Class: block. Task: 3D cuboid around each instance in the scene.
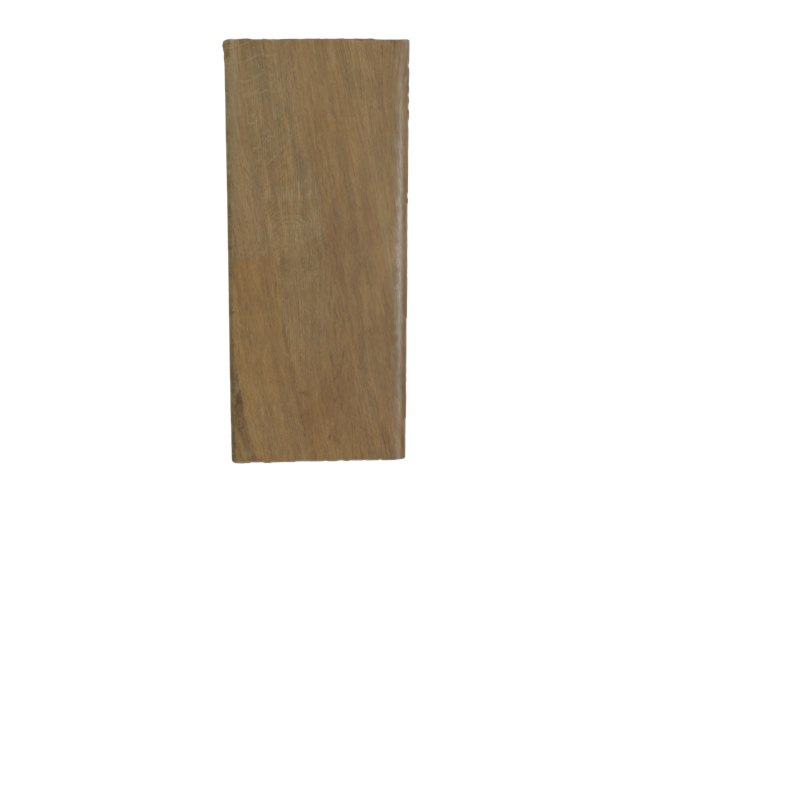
[{"bbox_3d":[-0.046,-0.082,0.576,0.089,0.201,0.094,-1,11,-7],"label":"block"}]
